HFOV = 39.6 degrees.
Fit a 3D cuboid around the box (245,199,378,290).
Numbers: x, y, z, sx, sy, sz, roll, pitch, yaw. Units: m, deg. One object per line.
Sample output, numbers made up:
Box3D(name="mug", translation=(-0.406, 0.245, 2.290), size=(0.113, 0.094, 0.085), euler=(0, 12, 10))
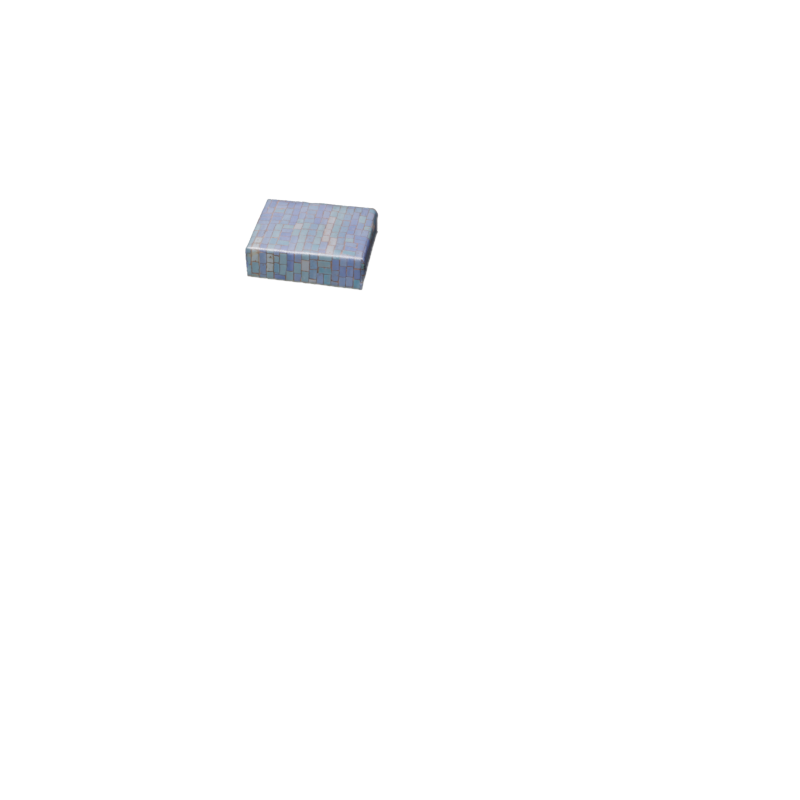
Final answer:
Box3D(name="box", translation=(-0.065, -0.119, 0.835), size=(0.090, 0.028, 0.077), euler=(6, 38, 7))
